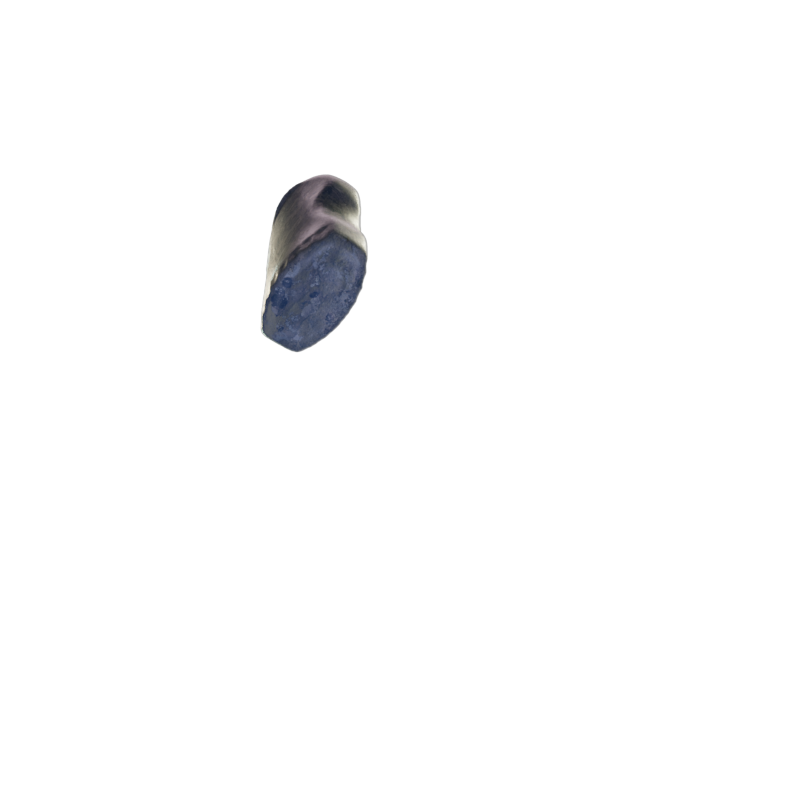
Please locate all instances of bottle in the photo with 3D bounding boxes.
[{"bbox_3d":[-0.067,-0.122,0.853,0.056,0.094,0.203,28,24,-19],"label":"bottle"}]
